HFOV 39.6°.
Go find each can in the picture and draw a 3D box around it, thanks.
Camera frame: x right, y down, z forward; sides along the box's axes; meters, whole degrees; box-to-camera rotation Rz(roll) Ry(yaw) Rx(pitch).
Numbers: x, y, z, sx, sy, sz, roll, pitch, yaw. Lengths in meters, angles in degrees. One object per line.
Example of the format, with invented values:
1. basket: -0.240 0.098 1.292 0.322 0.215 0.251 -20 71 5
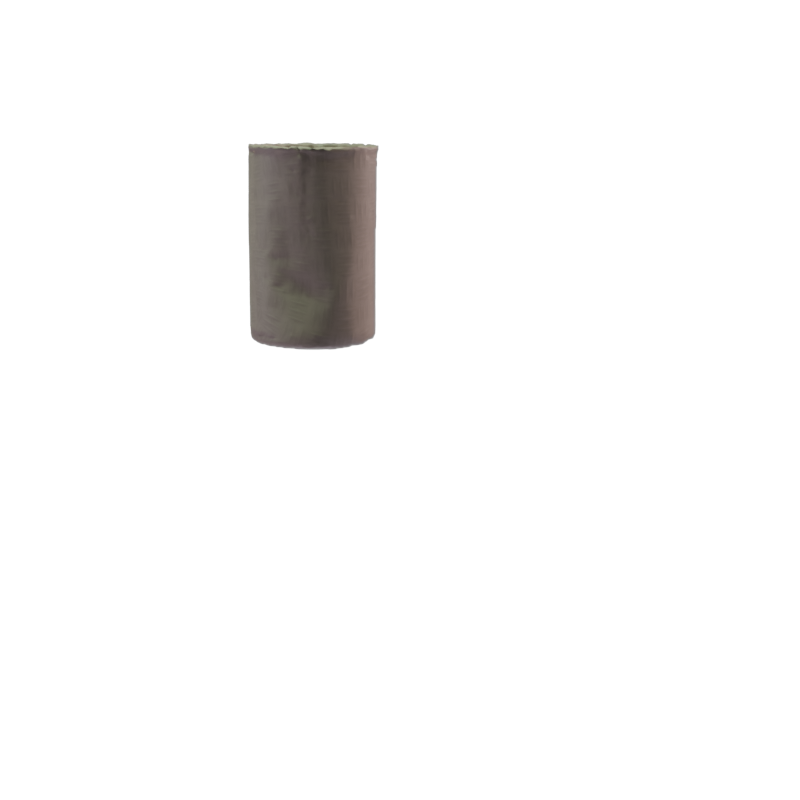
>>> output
1. can: -0.045 -0.083 0.581 0.068 0.100 0.070 0 9 -2
